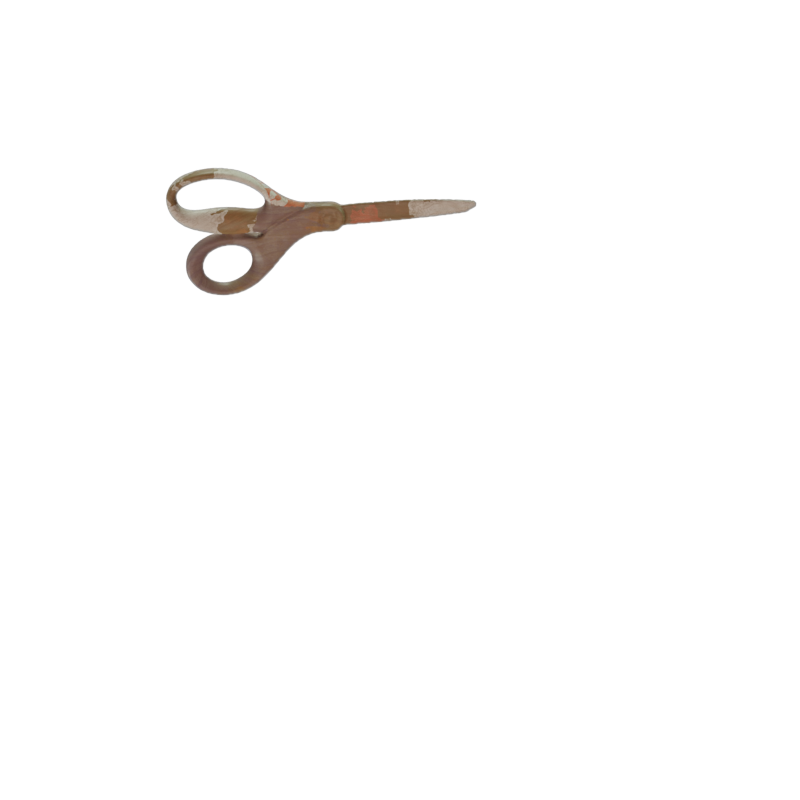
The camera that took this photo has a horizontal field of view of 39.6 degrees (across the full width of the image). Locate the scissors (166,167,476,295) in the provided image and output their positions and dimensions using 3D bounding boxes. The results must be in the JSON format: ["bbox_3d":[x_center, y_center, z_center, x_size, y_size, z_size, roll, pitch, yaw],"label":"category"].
[{"bbox_3d":[-0.058,-0.106,0.740,0.200,0.092,0.017,10,23,-4],"label":"scissors"}]
